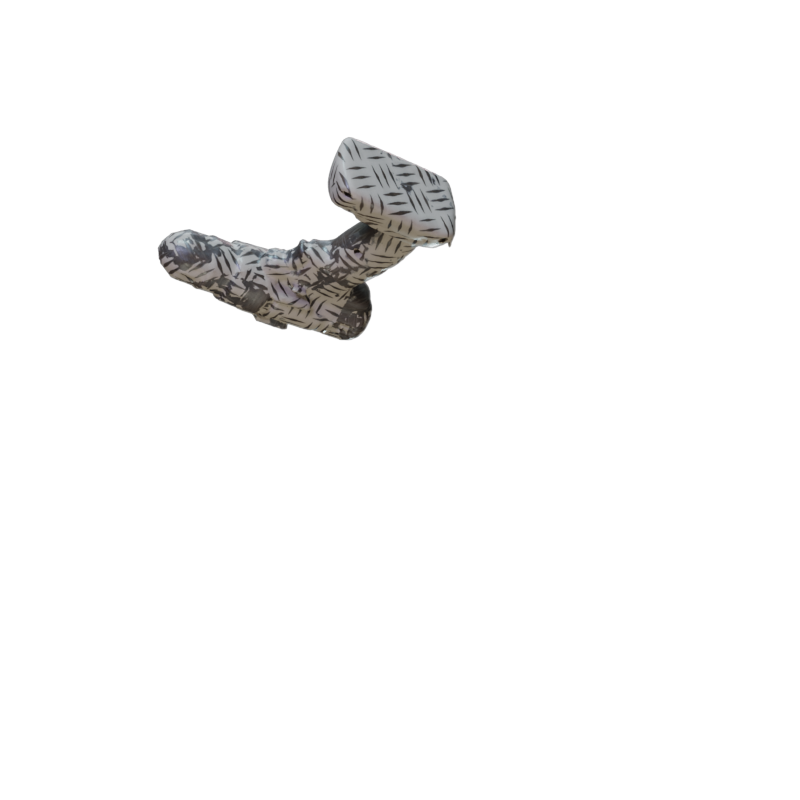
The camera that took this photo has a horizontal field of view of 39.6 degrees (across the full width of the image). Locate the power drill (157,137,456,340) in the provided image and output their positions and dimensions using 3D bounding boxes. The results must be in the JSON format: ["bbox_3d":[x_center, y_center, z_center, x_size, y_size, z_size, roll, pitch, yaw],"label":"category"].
[{"bbox_3d":[-0.065,-0.118,0.827,0.175,0.061,0.185,18,-33,-30],"label":"power drill"}]
